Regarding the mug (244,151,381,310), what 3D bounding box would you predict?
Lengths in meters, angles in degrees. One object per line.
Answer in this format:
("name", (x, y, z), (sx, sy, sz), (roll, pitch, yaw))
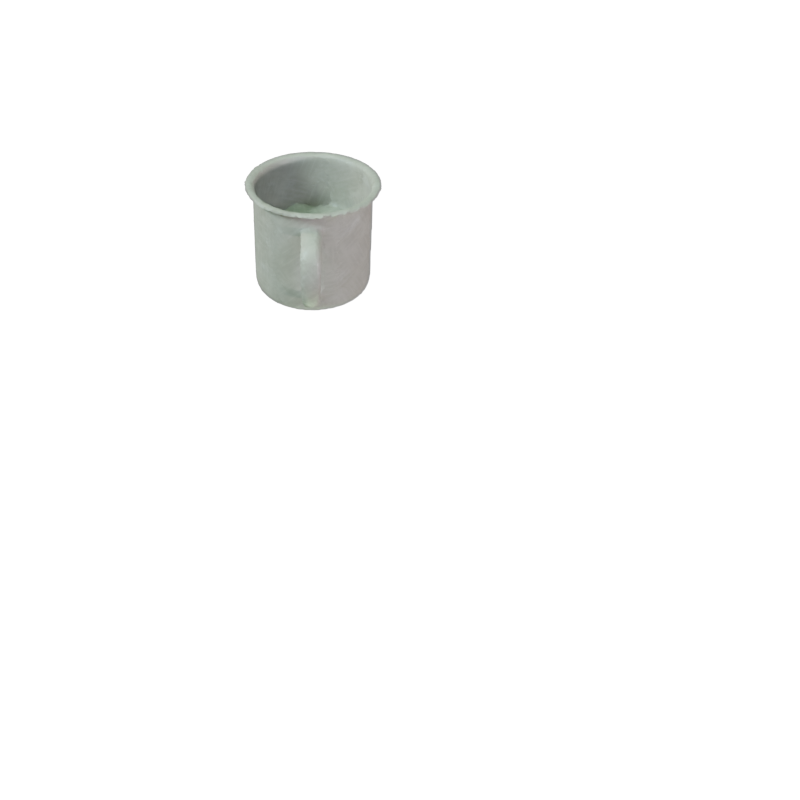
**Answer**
("mug", (-0.060, -0.109, 0.765), (0.093, 0.076, 0.125), (-1, 36, -4))
